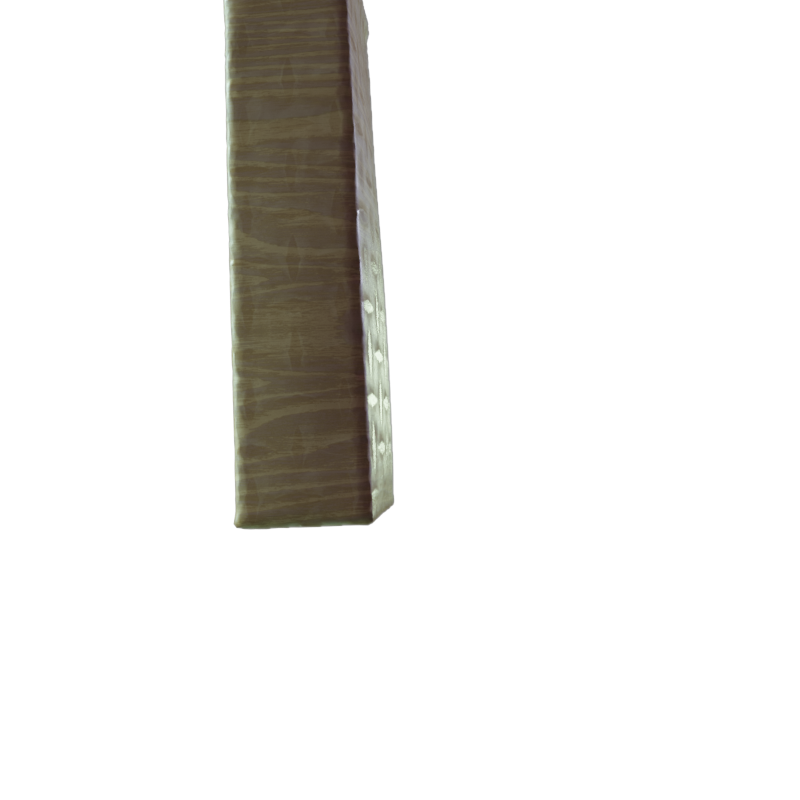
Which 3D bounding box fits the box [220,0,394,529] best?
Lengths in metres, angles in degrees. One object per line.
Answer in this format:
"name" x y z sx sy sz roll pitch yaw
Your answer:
"box" -0.028 -0.052 0.364 0.048 0.180 0.091 -1 -7 4
